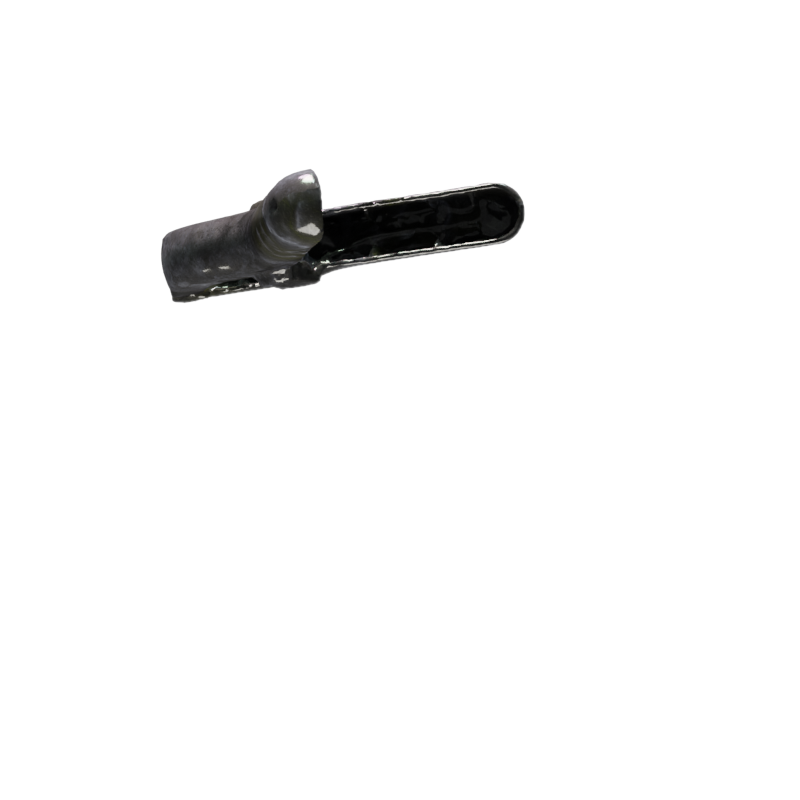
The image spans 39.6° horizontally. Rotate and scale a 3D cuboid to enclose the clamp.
[{"bbox_3d":[-0.036,-0.066,0.466,0.115,0.040,0.176,1,-2,-34],"label":"clamp"}]
